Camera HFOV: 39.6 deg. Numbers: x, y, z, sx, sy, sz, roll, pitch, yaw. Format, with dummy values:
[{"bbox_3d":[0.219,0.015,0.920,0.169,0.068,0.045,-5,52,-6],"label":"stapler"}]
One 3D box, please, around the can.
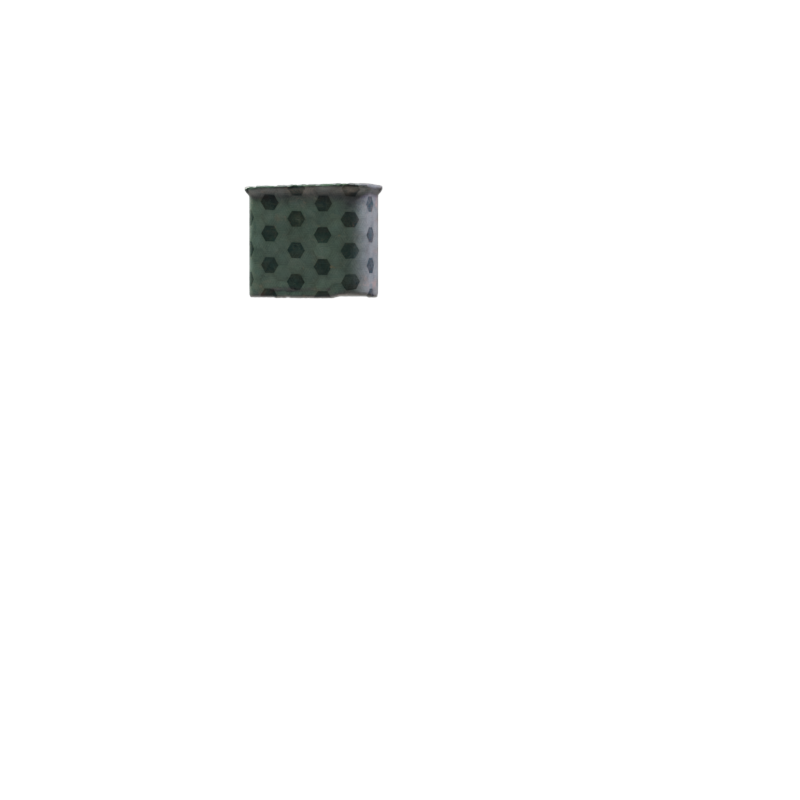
[{"bbox_3d":[-0.065,-0.119,0.835,0.105,0.084,0.056,2,2,22],"label":"can"}]
